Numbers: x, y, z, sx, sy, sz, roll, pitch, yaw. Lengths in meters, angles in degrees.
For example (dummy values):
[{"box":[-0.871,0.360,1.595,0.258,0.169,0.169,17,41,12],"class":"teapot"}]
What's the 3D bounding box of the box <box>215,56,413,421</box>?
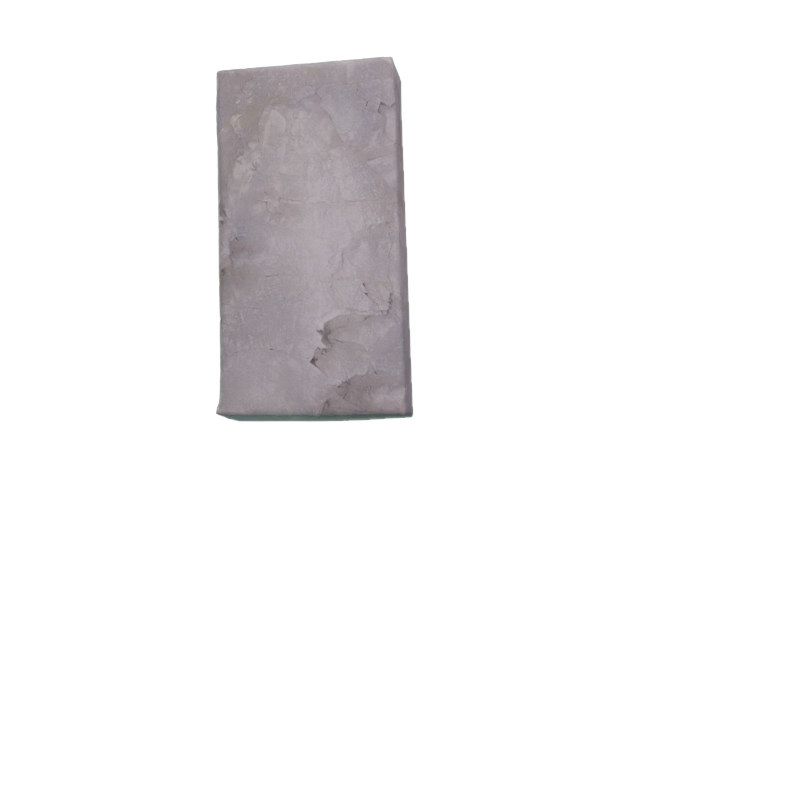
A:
[{"box":[-0.043,-0.079,0.555,0.094,0.181,0.046,-3,-12,9],"class":"box"}]
